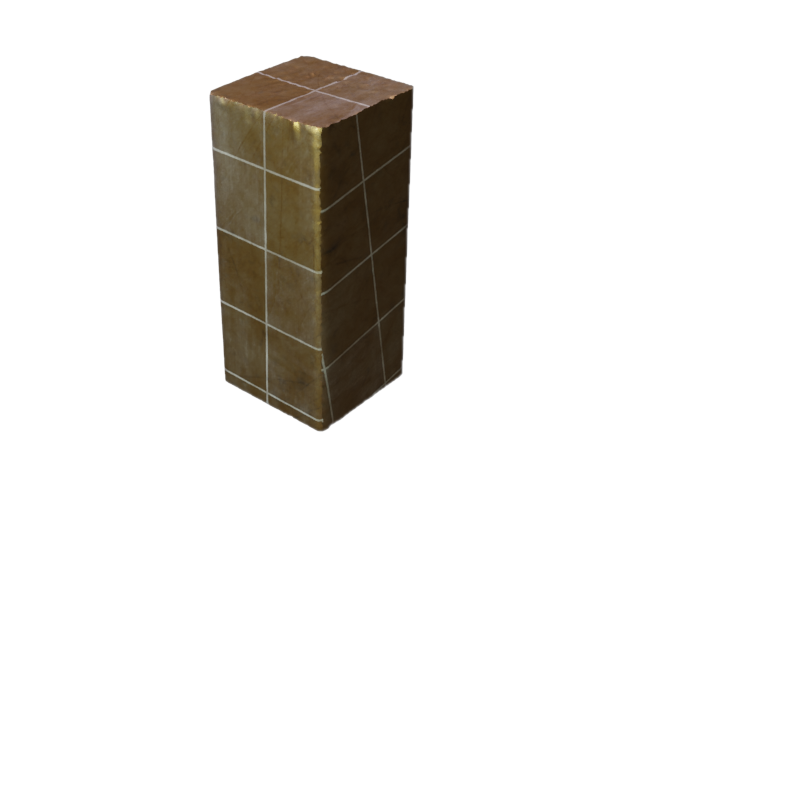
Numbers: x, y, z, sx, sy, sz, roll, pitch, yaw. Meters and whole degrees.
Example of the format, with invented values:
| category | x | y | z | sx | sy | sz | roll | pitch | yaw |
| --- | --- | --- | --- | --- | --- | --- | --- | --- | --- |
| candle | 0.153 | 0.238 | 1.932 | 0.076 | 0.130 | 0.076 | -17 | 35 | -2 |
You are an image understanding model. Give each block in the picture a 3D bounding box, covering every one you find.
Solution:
| category | x | y | z | sx | sy | sz | roll | pitch | yaw |
| --- | --- | --- | --- | --- | --- | --- | --- | --- | --- |
| block | -0.055 | -0.100 | 0.699 | 0.096 | 0.194 | 0.090 | 24 | 38 | 32 |
